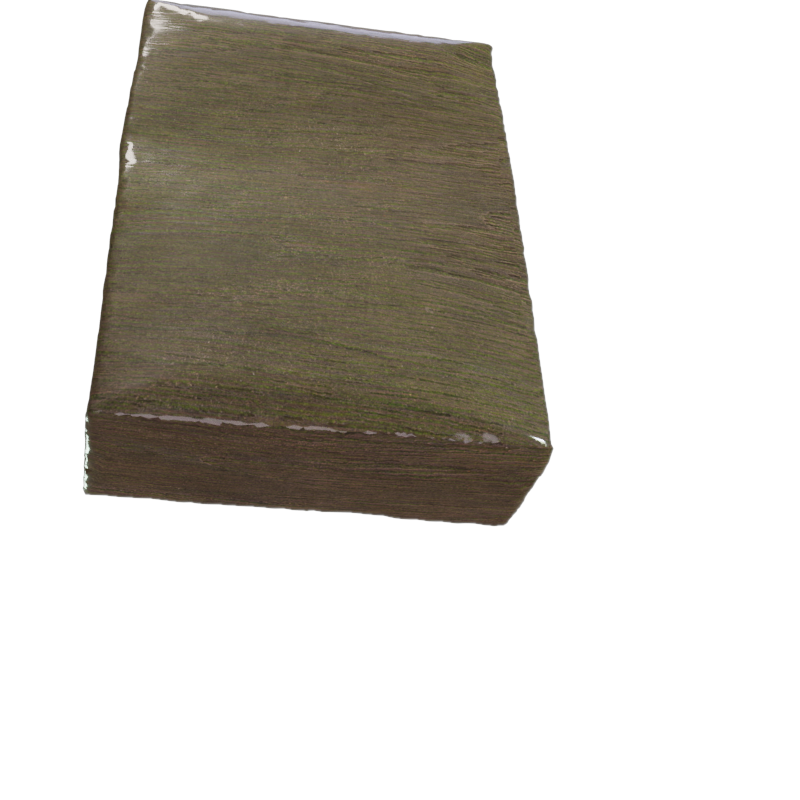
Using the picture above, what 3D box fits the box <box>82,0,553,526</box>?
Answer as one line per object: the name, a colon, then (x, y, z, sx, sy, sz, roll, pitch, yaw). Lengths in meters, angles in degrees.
box: (-0.036, -0.065, 0.456, 0.162, 0.229, 0.068, 5, -36, -10)
